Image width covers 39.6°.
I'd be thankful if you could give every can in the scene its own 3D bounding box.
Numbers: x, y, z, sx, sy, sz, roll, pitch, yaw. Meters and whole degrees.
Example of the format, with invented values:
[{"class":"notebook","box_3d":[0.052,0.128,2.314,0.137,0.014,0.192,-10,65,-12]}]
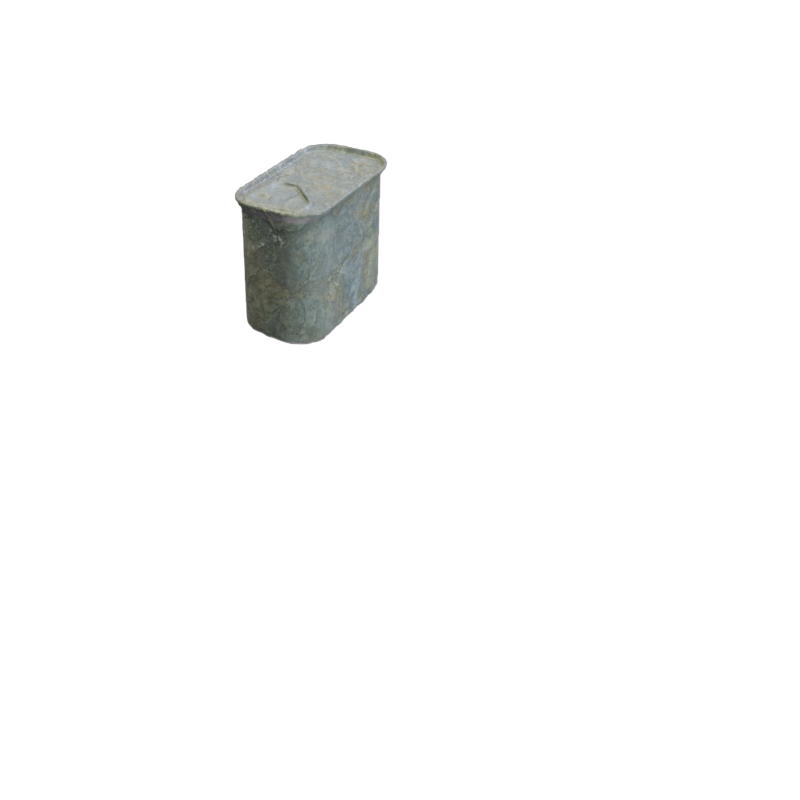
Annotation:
[{"class":"can","box_3d":[-0.051,-0.093,0.649,0.060,0.079,0.104,15,33,22]}]
